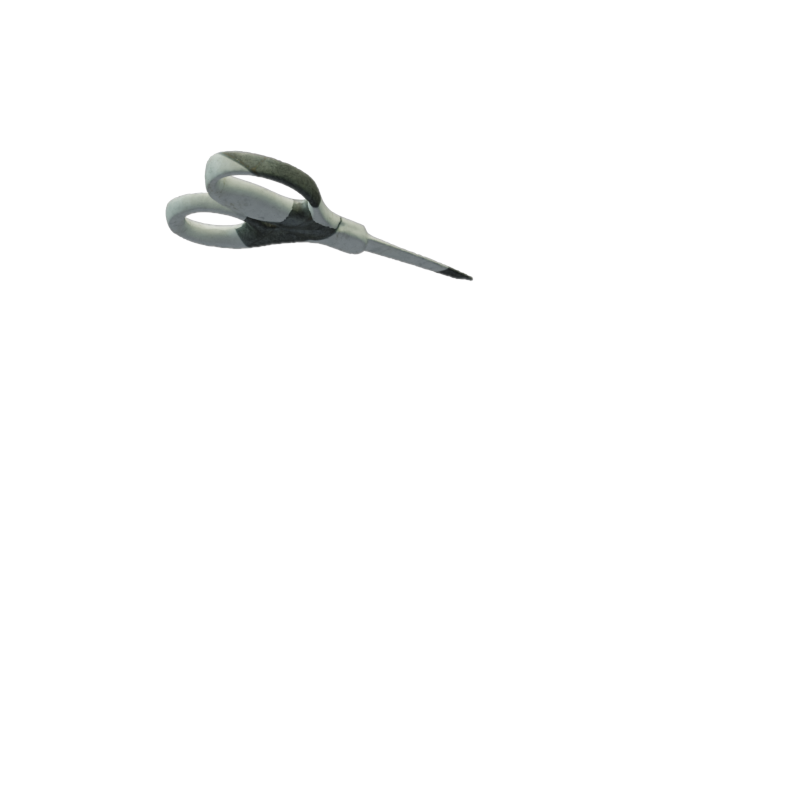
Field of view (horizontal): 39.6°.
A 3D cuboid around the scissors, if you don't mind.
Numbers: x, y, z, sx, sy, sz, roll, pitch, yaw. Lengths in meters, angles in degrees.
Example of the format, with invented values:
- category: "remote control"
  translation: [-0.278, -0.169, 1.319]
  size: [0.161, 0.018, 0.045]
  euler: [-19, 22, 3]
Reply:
- category: "scissors"
  translation: [-0.049, -0.090, 0.629]
  size: [0.098, 0.017, 0.188]
  euler: [-13, -23, 33]
